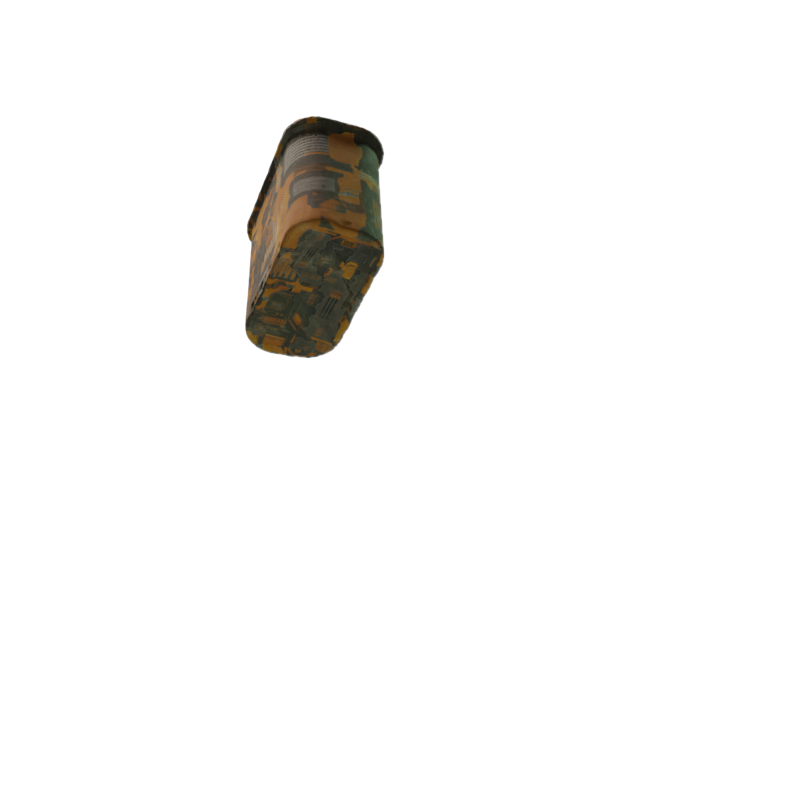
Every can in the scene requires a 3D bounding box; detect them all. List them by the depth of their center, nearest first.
[{"bbox_3d":[-0.046,-0.084,0.590,0.056,0.090,0.097,14,-46,-17],"label":"can"}]
